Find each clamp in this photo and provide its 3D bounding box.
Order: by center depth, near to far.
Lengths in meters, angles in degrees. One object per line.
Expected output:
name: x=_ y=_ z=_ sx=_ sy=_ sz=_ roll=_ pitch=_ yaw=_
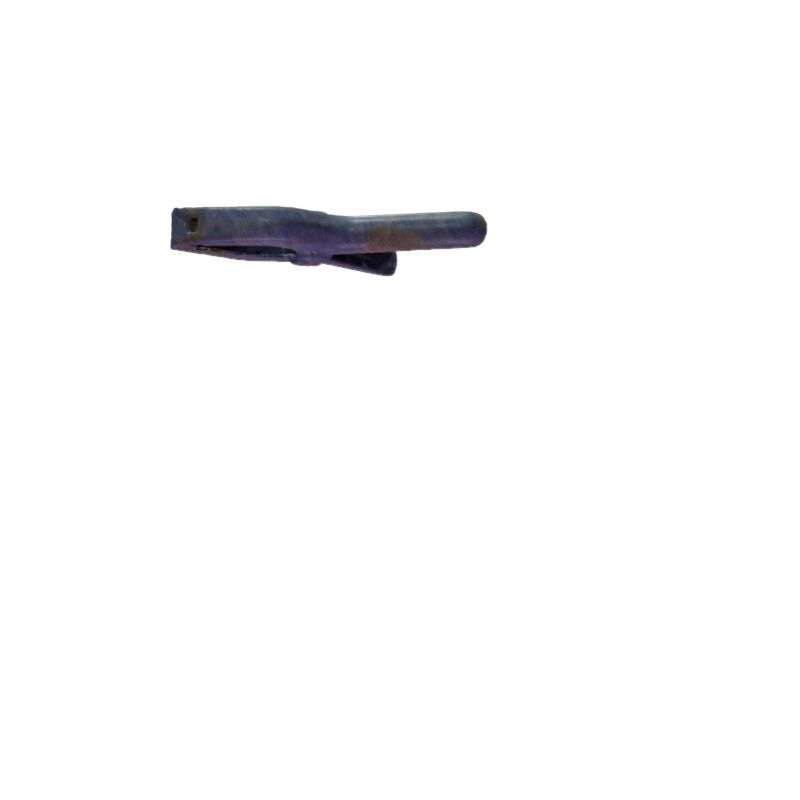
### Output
clamp: x=-0.063 y=-0.115 z=0.804 sx=0.206 sy=0.037 sz=0.165 roll=1 pitch=-4 yaw=-14
